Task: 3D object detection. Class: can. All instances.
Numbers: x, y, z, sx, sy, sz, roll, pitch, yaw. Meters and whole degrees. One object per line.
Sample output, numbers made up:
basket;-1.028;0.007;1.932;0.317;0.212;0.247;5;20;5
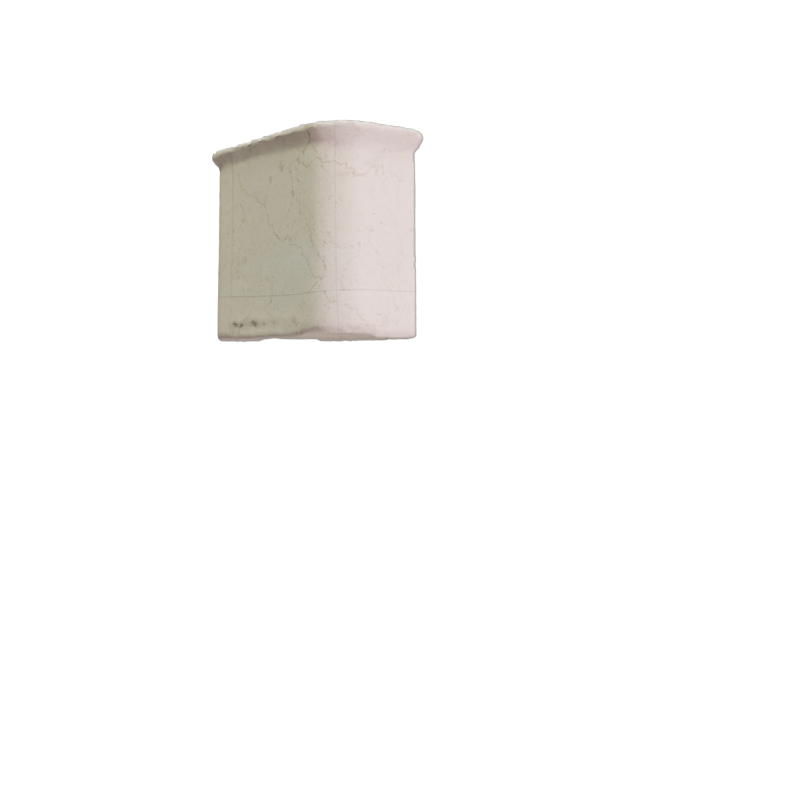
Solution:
can;-0.037;-0.067;0.472;0.055;0.085;0.105;3;-3;-38
